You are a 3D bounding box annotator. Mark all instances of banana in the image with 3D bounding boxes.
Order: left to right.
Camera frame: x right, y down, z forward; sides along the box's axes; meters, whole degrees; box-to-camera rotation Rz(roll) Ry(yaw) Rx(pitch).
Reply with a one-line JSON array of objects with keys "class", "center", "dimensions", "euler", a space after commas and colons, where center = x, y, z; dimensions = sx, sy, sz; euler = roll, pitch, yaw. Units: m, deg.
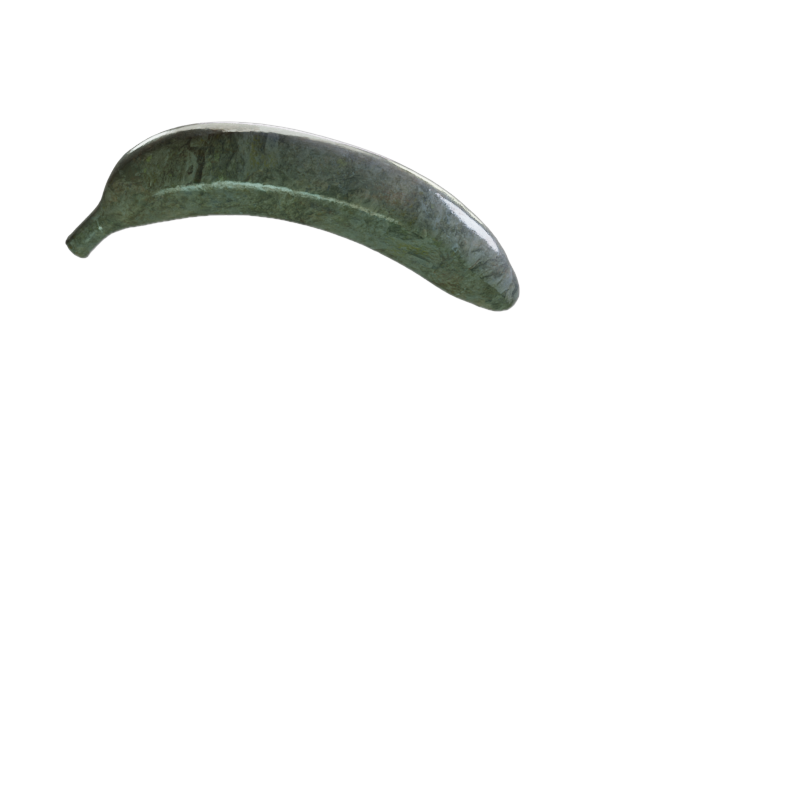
[{"class": "banana", "center": [-0.036, -0.080, 0.463], "dimensions": [0.195, 0.039, 0.066], "euler": [8, -42, -9]}]
